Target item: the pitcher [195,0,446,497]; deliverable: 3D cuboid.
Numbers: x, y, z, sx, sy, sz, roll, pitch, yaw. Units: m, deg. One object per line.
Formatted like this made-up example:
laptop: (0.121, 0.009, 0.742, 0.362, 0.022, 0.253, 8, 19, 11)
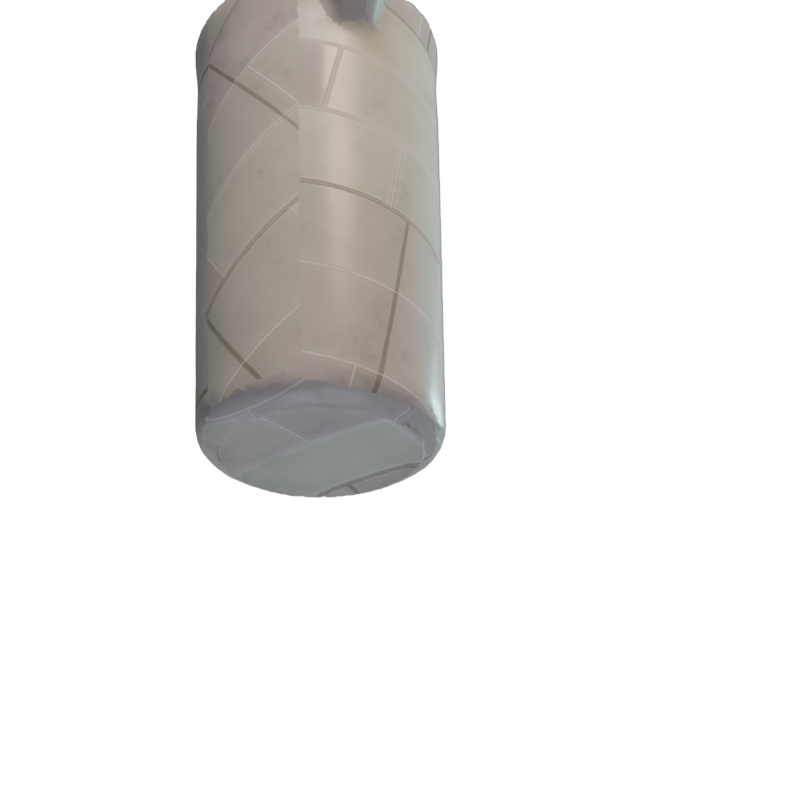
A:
pitcher: (-0.043, -0.079, 0.551, 0.146, 0.260, 0.138, -16, -36, 20)
